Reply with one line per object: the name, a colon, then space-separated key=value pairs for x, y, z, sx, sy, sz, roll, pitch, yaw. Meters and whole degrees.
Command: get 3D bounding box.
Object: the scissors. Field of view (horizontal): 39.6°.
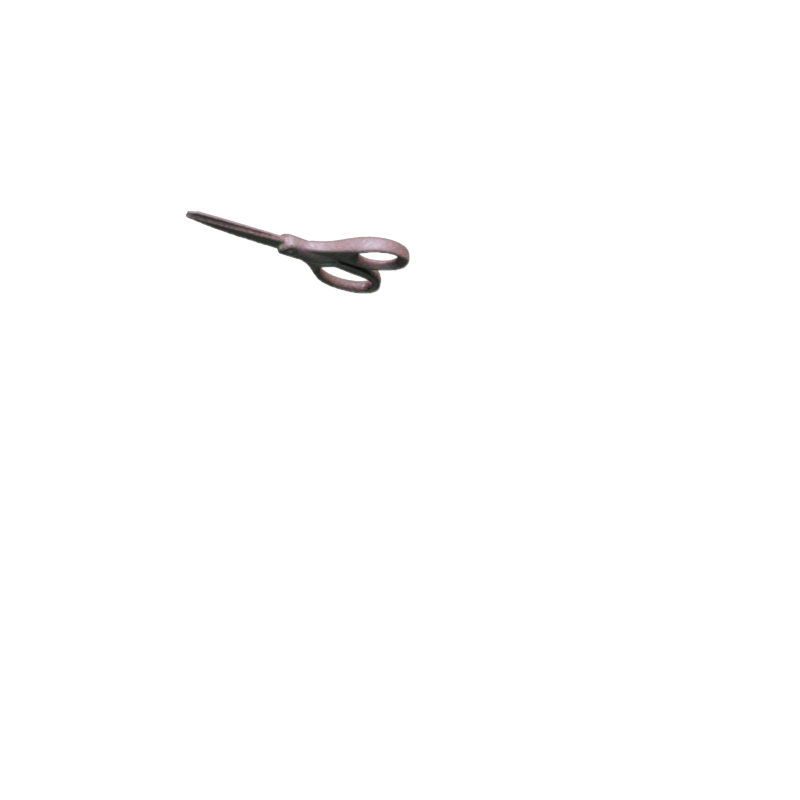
scissors: x=-0.072 y=-0.131 z=0.915 sx=0.097 sy=0.017 sz=0.189 roll=-16 pitch=-26 yaw=36
